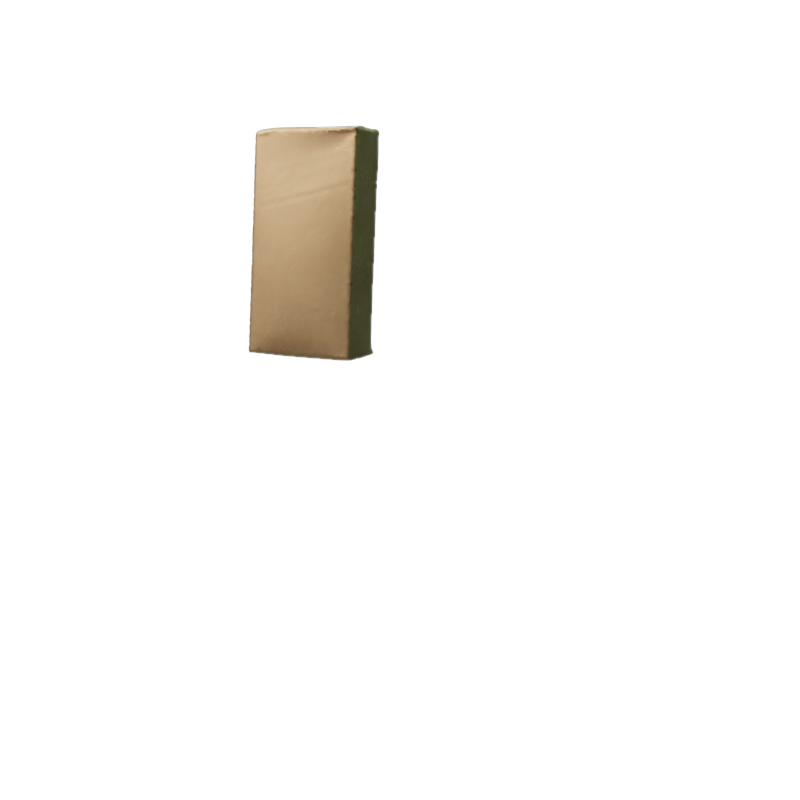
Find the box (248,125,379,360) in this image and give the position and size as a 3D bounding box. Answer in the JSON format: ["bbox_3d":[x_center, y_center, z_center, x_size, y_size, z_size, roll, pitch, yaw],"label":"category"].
[{"bbox_3d":[-0.067,-0.122,0.858,0.097,0.175,0.047,2,3,28],"label":"box"}]
